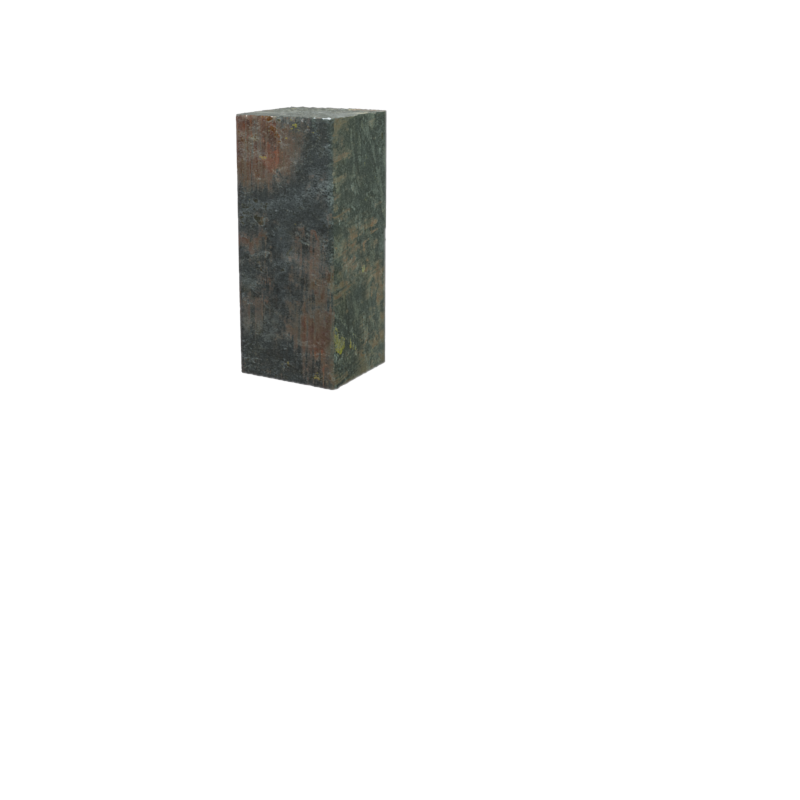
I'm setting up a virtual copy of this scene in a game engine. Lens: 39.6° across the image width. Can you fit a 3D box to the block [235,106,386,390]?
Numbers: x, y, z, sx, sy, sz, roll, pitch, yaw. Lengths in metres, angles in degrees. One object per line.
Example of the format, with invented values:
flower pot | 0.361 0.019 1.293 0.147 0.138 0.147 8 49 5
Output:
block | -0.069 -0.125 0.877 0.094 0.200 0.089 8 15 28
